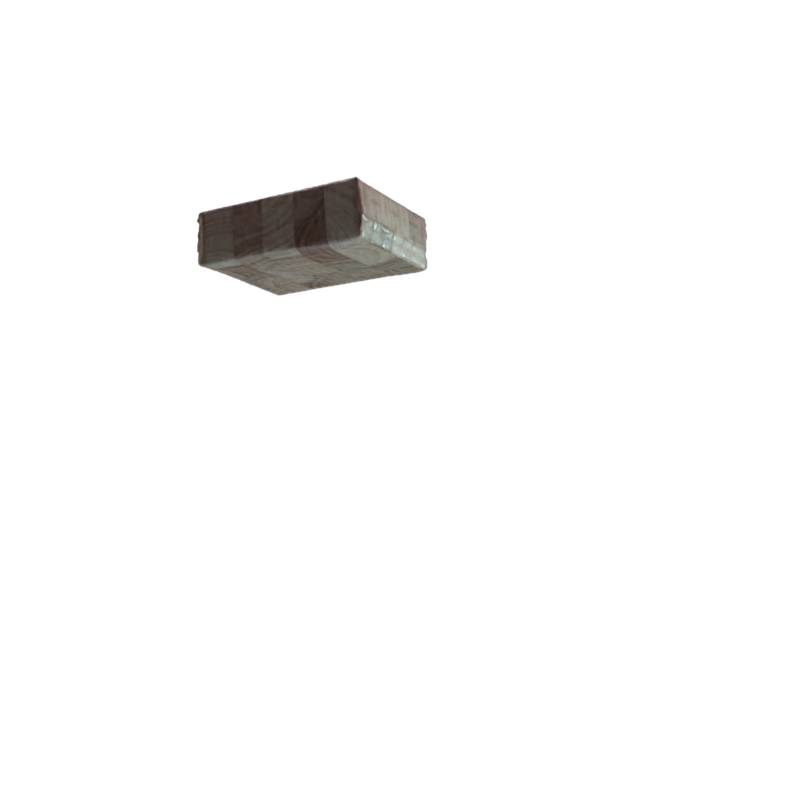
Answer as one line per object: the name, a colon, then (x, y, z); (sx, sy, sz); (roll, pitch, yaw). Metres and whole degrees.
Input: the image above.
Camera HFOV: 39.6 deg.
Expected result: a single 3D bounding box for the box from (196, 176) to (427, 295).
box: (-0.053, -0.096, 0.671); (0.116, 0.040, 0.085); (-5, -10, 28)
